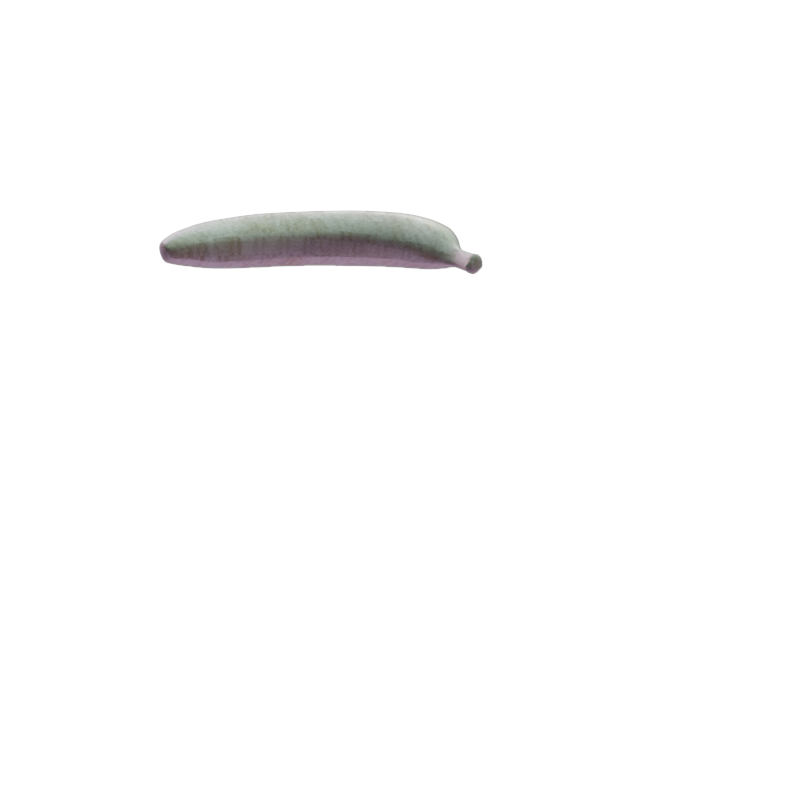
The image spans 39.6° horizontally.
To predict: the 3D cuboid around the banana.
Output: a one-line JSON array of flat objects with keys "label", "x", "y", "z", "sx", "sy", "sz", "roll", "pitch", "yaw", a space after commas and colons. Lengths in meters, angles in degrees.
[{"label": "banana", "x": -0.050, "y": -0.101, "z": 0.703, "sx": 0.199, "sy": 0.036, "sz": 0.070, "roll": 1, "pitch": 10, "yaw": 4}]
